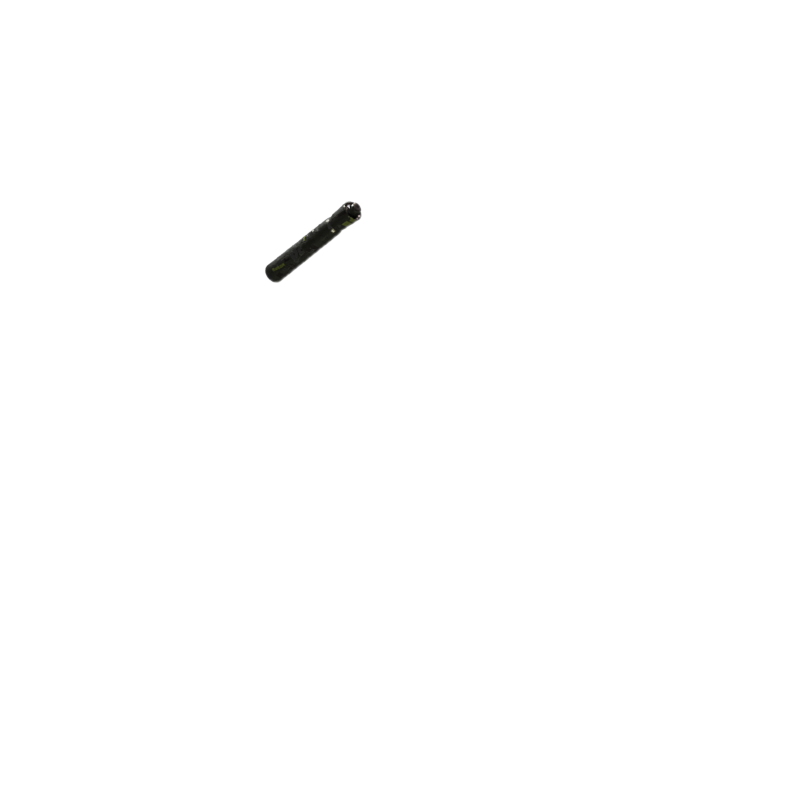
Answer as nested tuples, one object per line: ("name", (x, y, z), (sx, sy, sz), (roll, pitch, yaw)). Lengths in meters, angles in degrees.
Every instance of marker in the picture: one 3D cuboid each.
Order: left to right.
("marker", (-0.075, -0.137, 0.963), (0.019, 0.021, 0.120), (-3, -21, -47))
